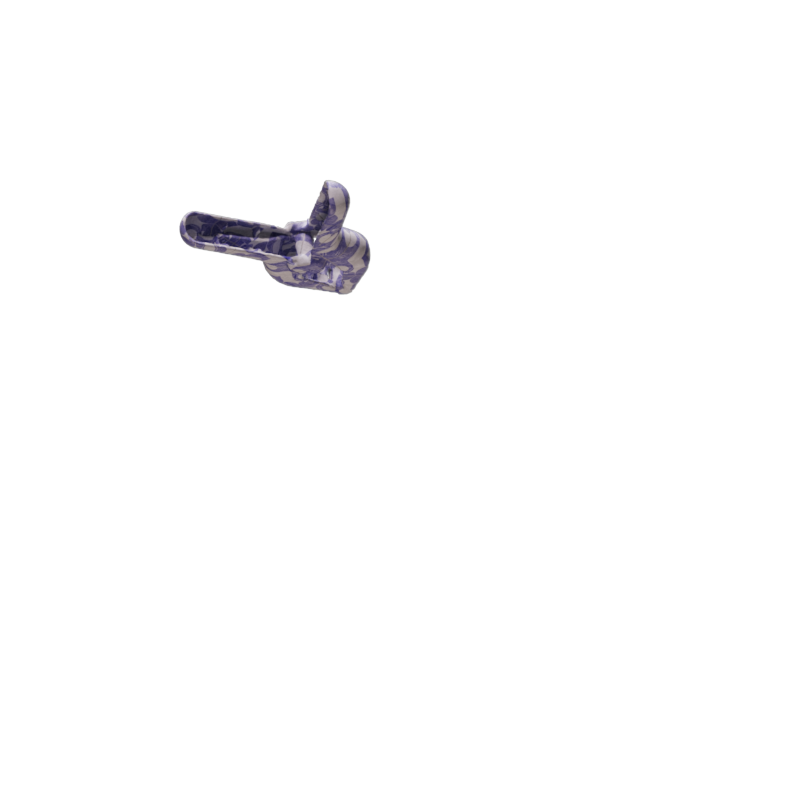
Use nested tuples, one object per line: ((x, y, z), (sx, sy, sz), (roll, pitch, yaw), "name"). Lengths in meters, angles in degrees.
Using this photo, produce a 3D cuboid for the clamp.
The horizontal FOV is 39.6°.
((-0.062, -0.113, 0.789), (0.123, 0.040, 0.162), (-5, -10, 29), "clamp")
